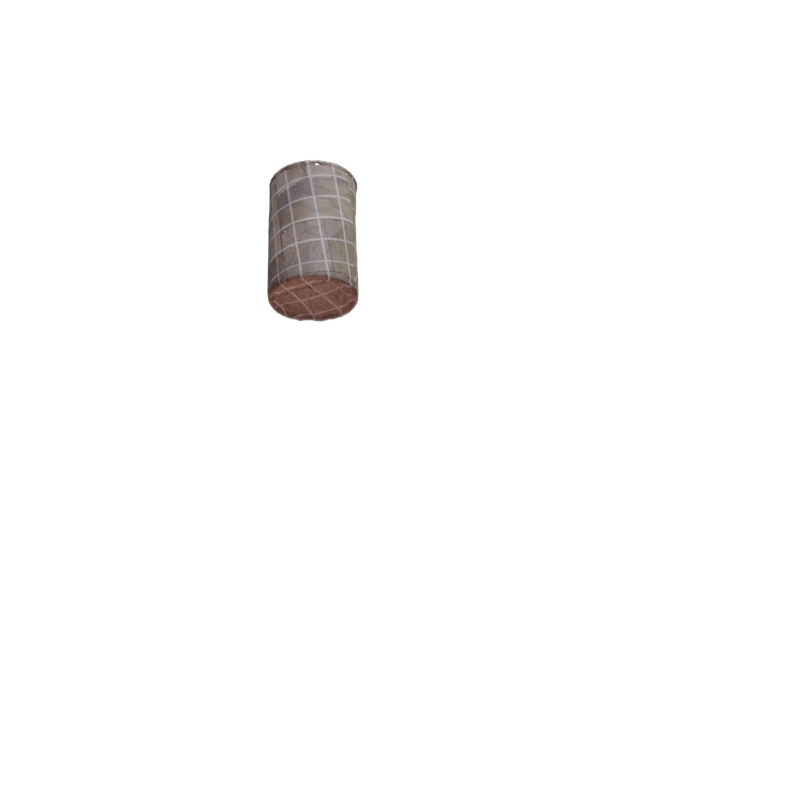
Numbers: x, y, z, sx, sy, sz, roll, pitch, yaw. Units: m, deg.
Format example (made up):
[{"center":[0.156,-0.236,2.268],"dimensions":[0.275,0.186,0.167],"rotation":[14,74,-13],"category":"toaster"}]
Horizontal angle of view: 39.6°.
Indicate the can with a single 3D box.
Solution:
[{"center":[-0.065,-0.118,0.825],"dimensions":[0.068,0.109,0.064],"rotation":[0,-30,-2],"category":"can"}]
